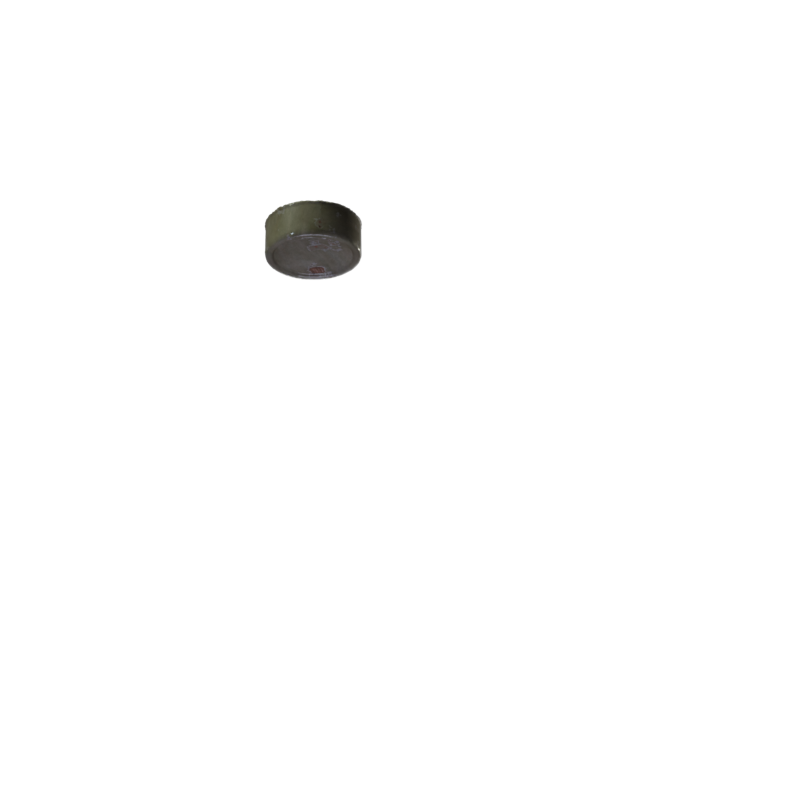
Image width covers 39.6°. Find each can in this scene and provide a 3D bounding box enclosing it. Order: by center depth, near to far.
[{"bbox_3d":[-0.076,-0.139,0.970,0.086,0.036,0.081,1,-24,-2],"label":"can"}]
